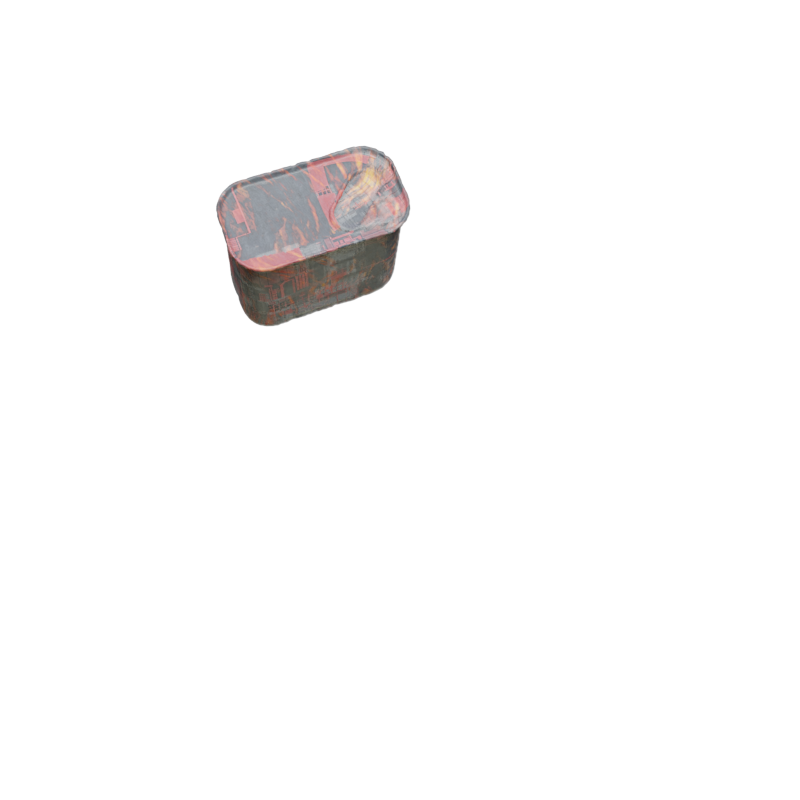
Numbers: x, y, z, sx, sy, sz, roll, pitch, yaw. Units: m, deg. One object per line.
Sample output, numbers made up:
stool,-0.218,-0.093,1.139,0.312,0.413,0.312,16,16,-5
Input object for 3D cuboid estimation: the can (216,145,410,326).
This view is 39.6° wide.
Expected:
can,-0.049,-0.090,0.633,0.101,0.061,0.079,-19,-21,-10
